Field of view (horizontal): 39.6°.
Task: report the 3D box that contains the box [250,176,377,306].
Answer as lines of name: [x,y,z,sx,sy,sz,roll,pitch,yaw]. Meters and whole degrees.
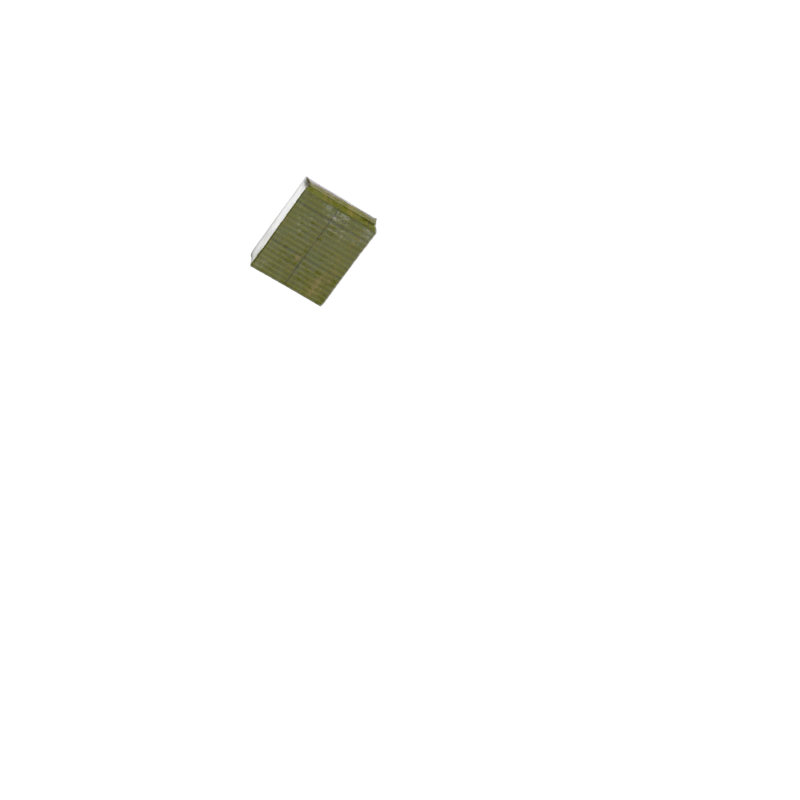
box: [-0.073,-0.134,0.937,0.071,0.087,0.032,31,24,-16]
